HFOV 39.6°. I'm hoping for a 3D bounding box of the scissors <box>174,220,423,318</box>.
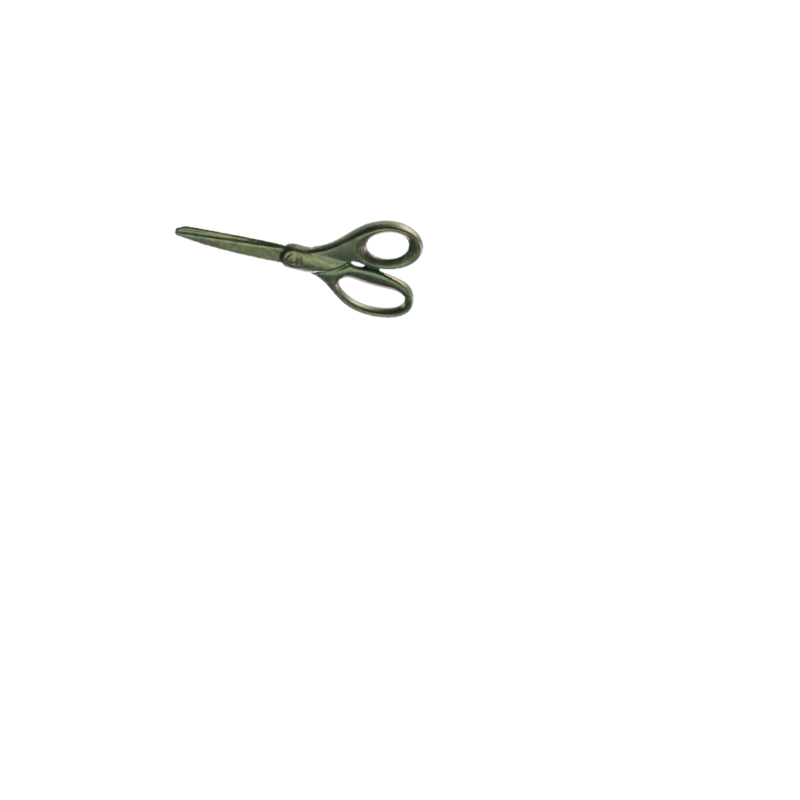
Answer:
[{"bbox_3d":[-0.070,-0.127,0.888,0.195,0.093,0.017,25,29,-15],"label":"scissors"}]
